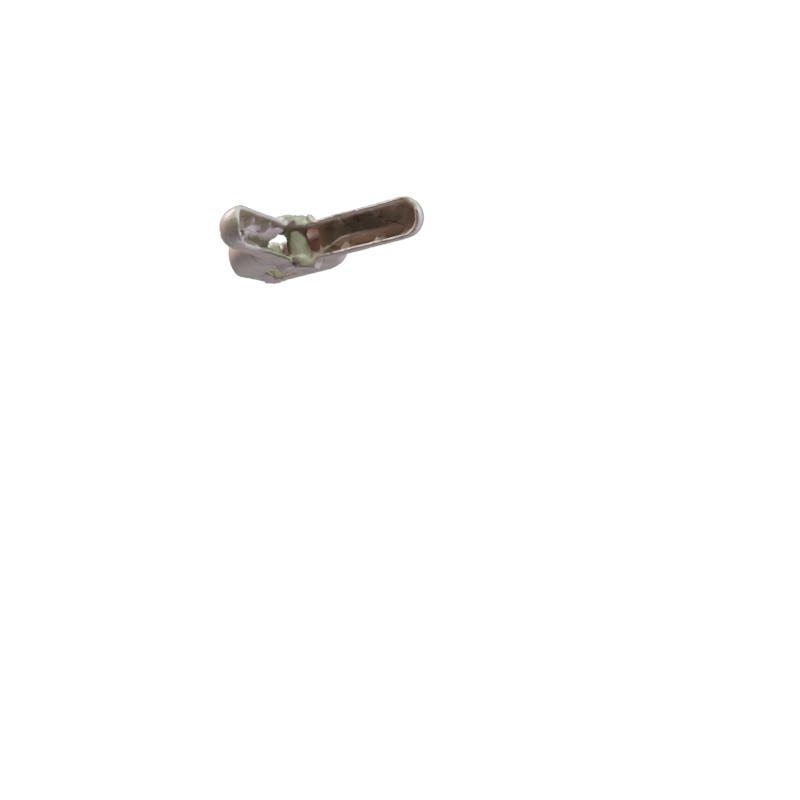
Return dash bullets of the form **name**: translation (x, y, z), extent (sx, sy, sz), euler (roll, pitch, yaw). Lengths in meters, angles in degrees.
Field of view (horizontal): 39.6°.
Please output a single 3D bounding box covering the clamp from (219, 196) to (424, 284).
- **clamp**: translation (-0.055, -0.101, 0.705), extent (0.119, 0.040, 0.172), euler (0, 0, -8)
